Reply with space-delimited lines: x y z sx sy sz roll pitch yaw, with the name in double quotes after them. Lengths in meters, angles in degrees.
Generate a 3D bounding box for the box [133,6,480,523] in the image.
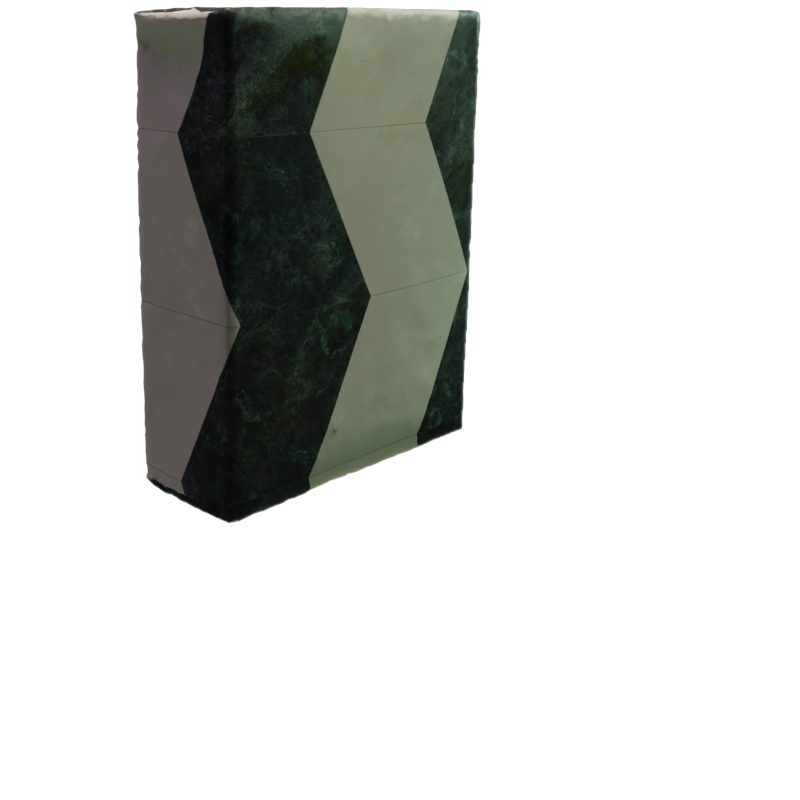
-0.041 -0.074 0.518 0.076 0.208 0.161 11 17 41 "box"
